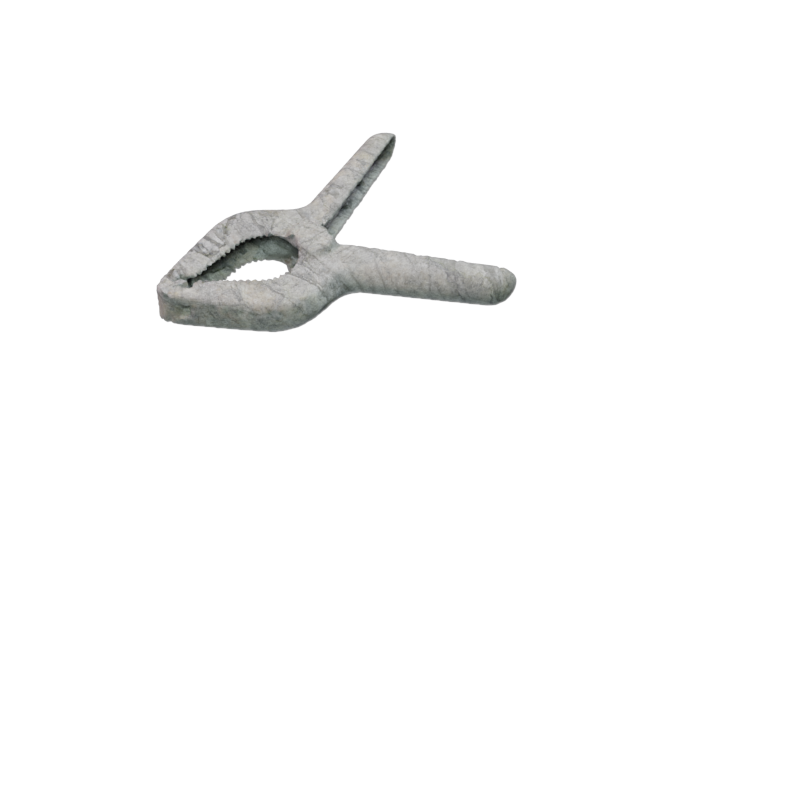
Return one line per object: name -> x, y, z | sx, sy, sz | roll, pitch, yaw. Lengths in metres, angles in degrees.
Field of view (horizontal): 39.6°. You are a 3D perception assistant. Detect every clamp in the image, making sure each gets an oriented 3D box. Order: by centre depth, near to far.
clamp -> -0.055, -0.100, 0.701 | 0.208, 0.034, 0.178 | -15, 49, -14
